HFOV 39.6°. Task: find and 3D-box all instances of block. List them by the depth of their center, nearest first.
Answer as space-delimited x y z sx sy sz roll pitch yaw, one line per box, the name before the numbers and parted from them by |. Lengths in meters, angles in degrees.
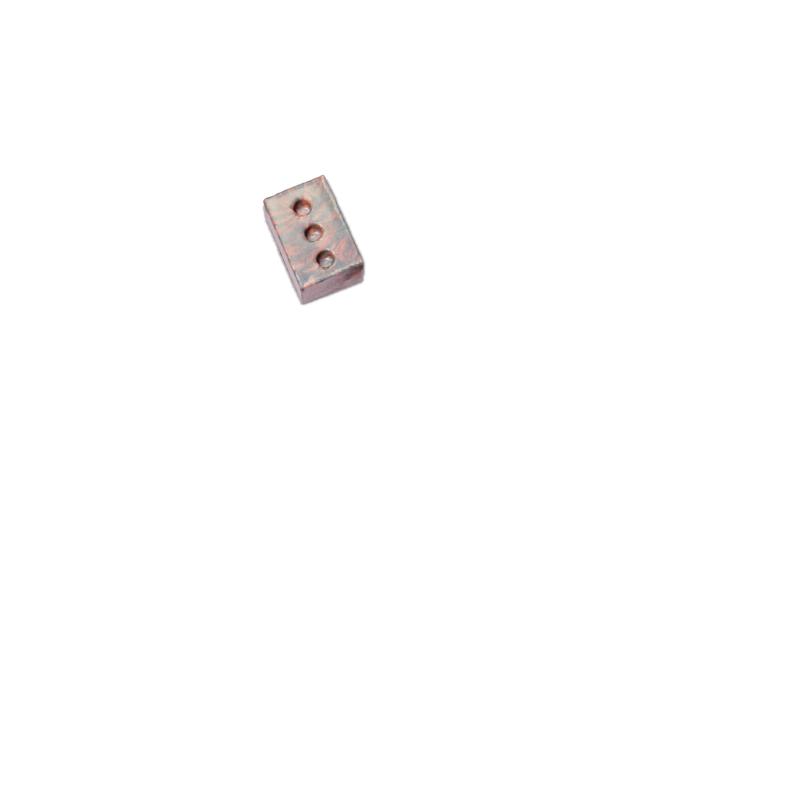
block | -0.066 -0.121 0.847 0.053 0.081 0.049 -23 -13 -7
